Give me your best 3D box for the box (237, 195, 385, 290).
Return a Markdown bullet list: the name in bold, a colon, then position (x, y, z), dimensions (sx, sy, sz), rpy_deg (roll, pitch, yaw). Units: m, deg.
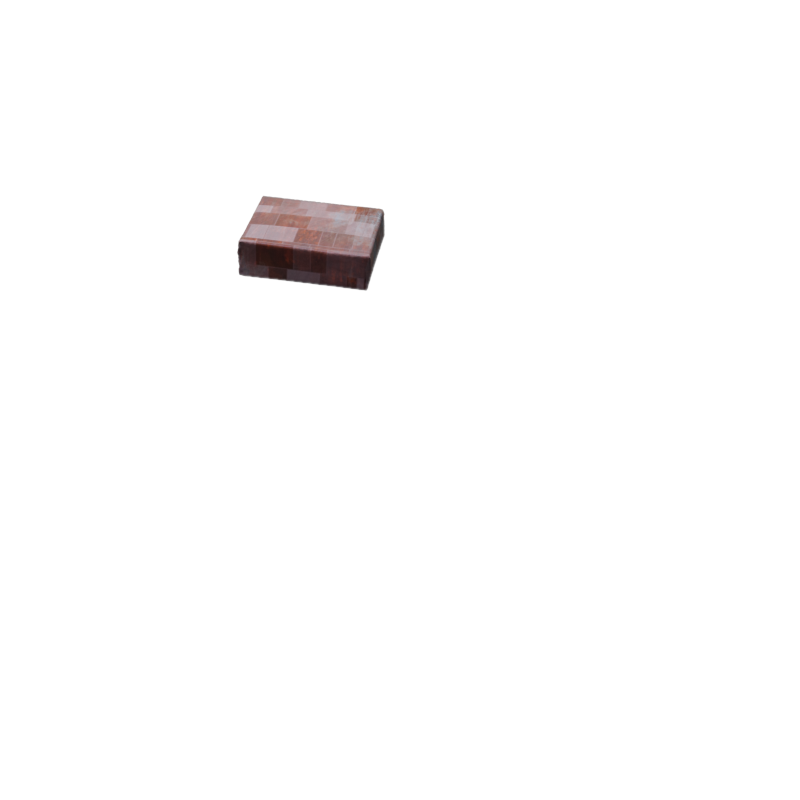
- **box**: position (-0.074, -0.136, 0.949), dimensions (0.115, 0.037, 0.094), rpy_deg (5, 33, 8)
